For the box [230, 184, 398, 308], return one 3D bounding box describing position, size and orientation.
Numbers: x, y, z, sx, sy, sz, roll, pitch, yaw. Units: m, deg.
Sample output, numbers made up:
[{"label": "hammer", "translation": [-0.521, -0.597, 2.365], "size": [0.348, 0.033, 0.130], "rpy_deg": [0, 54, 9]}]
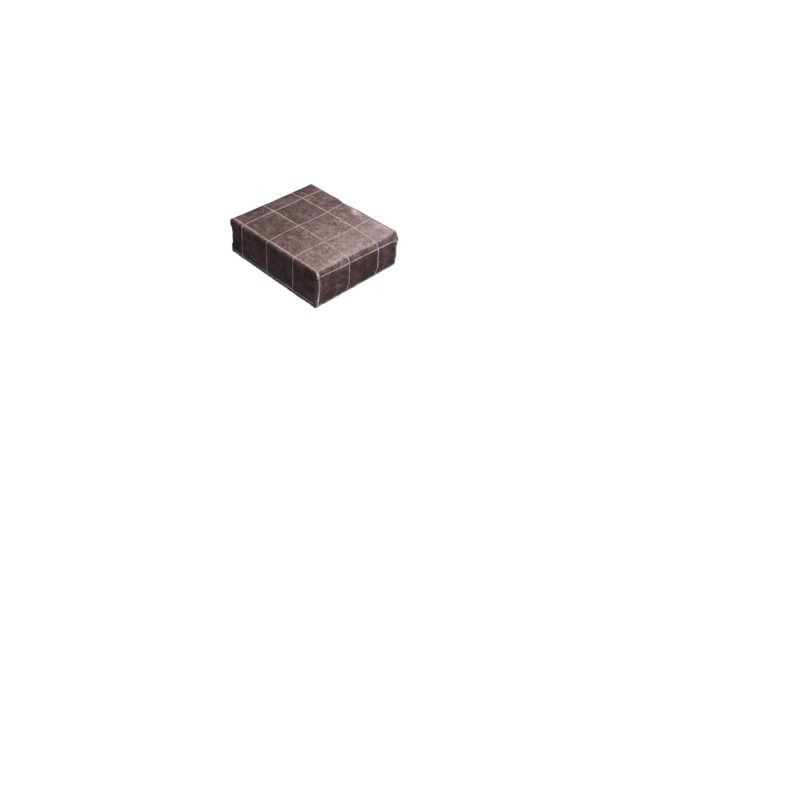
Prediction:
[{"label": "box", "translation": [-0.058, -0.105, 0.739], "size": [0.073, 0.028, 0.096], "rpy_deg": [-29, 47, -33]}]
